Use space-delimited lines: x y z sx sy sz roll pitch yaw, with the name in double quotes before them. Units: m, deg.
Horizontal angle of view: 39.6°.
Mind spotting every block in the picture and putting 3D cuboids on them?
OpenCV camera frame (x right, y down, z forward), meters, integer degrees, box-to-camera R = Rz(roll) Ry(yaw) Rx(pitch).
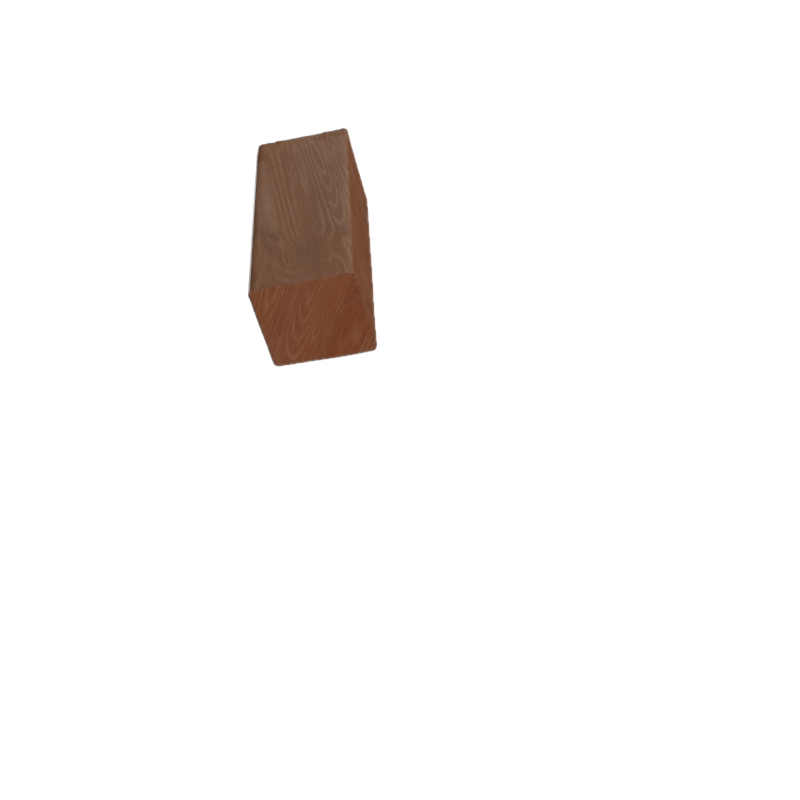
"block" -0.077 -0.139 0.976 0.091 0.084 0.221 -11 43 6
